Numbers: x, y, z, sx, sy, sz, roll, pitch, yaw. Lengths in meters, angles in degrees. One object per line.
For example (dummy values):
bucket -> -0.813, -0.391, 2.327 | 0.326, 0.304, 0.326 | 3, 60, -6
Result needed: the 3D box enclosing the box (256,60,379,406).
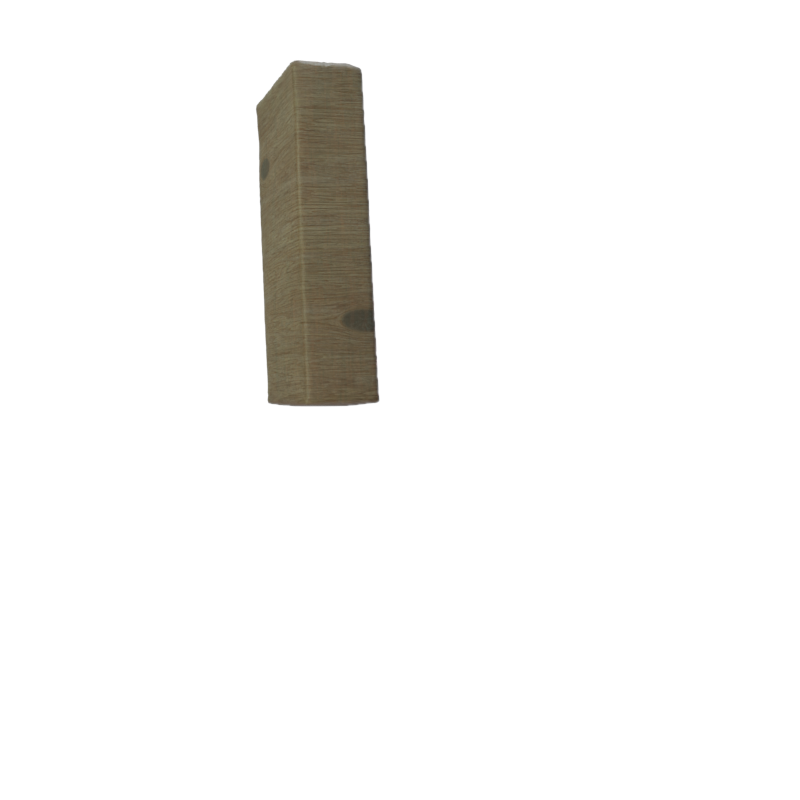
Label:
box -> -0.047, -0.086, 0.601 | 0.047, 0.180, 0.094 | 2, -7, -18
